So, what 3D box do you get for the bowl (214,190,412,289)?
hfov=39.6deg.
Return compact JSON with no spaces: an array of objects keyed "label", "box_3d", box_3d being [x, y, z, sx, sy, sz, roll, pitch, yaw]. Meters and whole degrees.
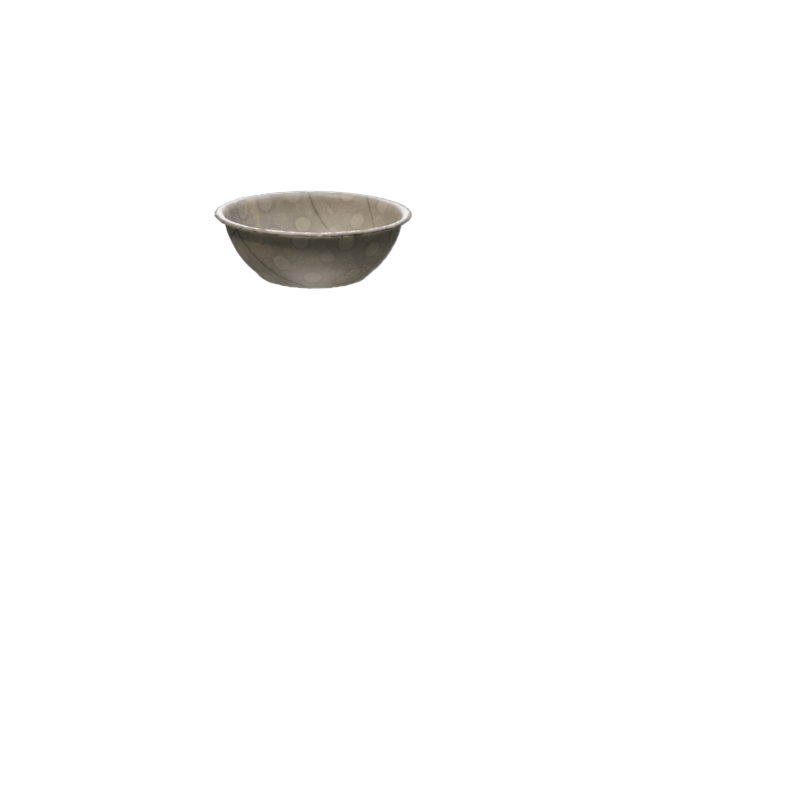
[{"label":"bowl","box_3d":[-0.072,-0.131,0.916,0.162,0.053,0.169,-1,21,-2]}]
